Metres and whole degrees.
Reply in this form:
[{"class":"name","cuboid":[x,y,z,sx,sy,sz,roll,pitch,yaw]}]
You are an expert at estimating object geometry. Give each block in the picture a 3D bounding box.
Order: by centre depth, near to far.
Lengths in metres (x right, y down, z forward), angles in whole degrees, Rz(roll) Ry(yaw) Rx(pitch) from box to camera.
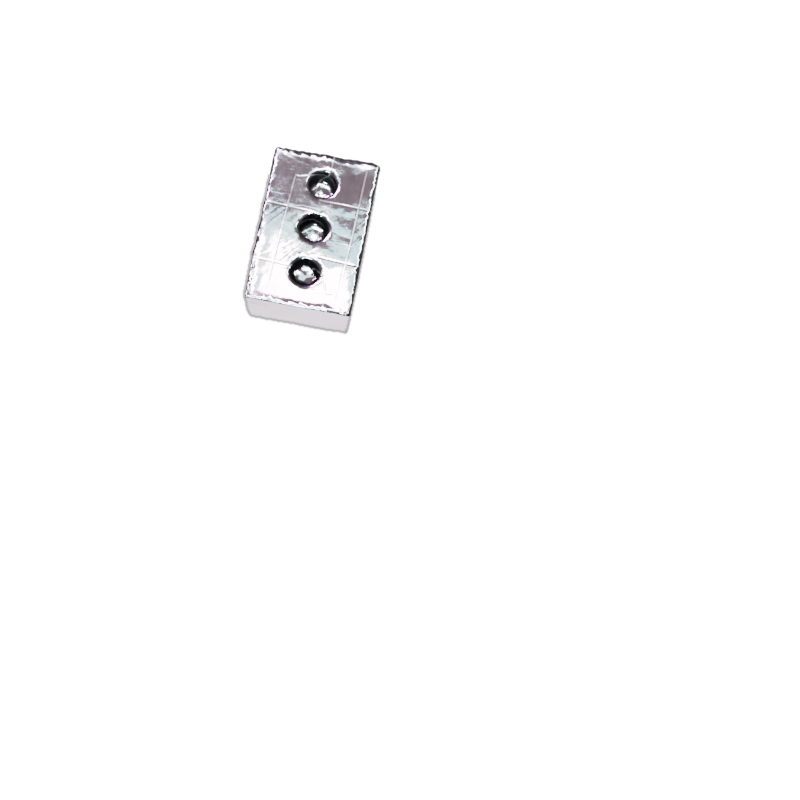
[{"class":"block","cuboid":[-0.043,-0.078,0.546,0.053,0.080,0.050,10,-13,0]}]
